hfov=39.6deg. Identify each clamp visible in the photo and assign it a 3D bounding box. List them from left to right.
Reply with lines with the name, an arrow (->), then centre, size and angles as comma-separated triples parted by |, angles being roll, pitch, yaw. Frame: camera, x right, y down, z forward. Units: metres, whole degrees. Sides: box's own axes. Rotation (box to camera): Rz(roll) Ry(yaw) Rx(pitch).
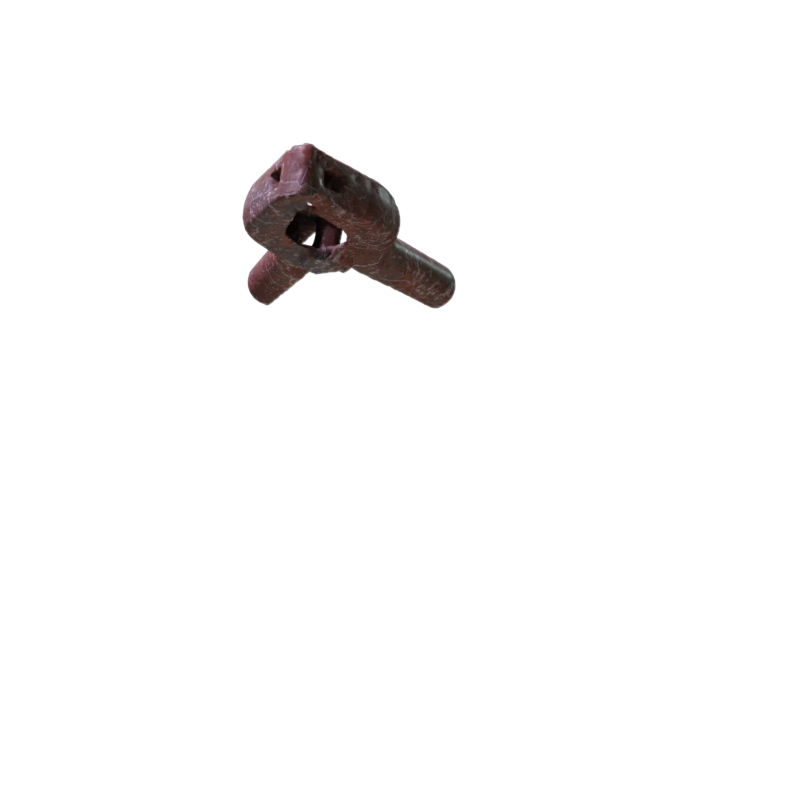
clamp -> -0.046, -0.084, 0.588 | 0.122, 0.041, 0.160 | -6, -21, 16
